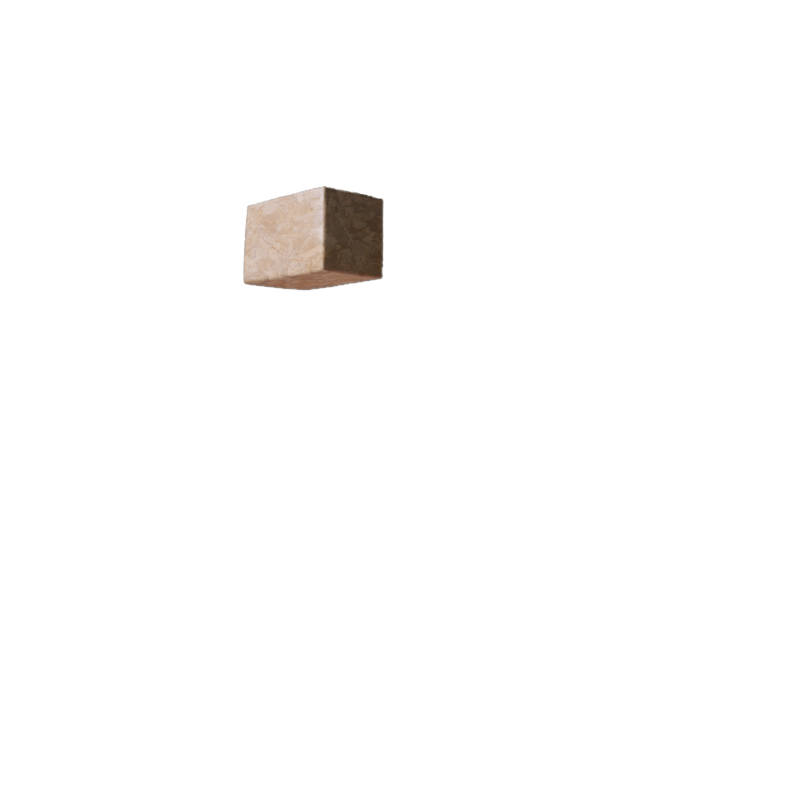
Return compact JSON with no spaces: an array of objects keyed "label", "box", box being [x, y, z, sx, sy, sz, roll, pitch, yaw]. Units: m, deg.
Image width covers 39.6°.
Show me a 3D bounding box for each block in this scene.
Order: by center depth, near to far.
[{"label":"block","box":[-0.054,-0.099,0.696,0.050,0.052,0.080,6,-8,-44]}]
